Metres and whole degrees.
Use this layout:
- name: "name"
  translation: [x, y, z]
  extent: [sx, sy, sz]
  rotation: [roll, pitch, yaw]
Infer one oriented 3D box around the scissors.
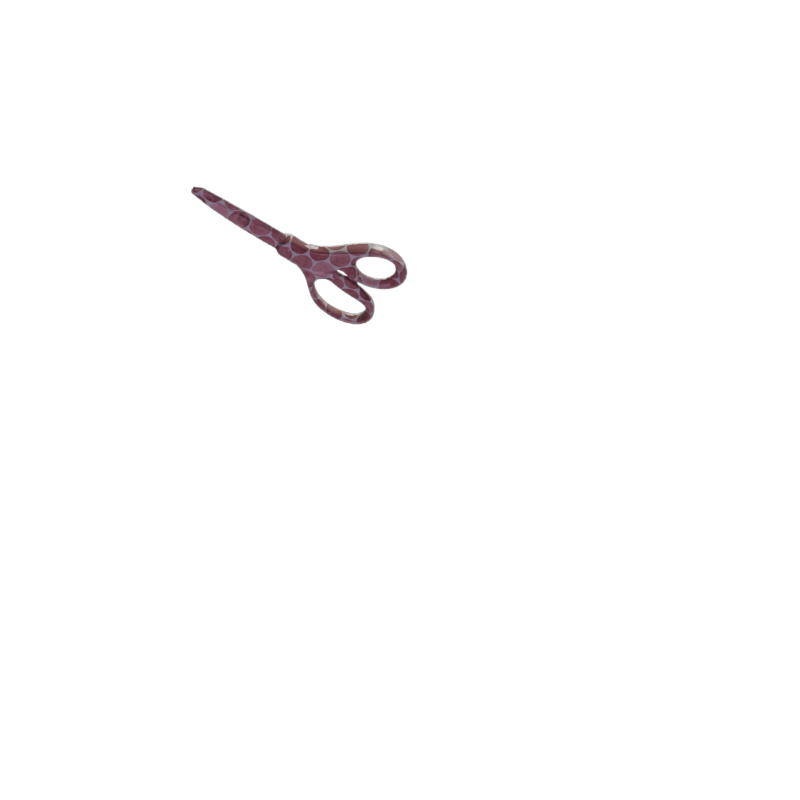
- name: "scissors"
  translation: [-0.071, -0.130, 0.909]
  extent: [0.096, 0.017, 0.187]
  rotation: [-25, -49, 24]
